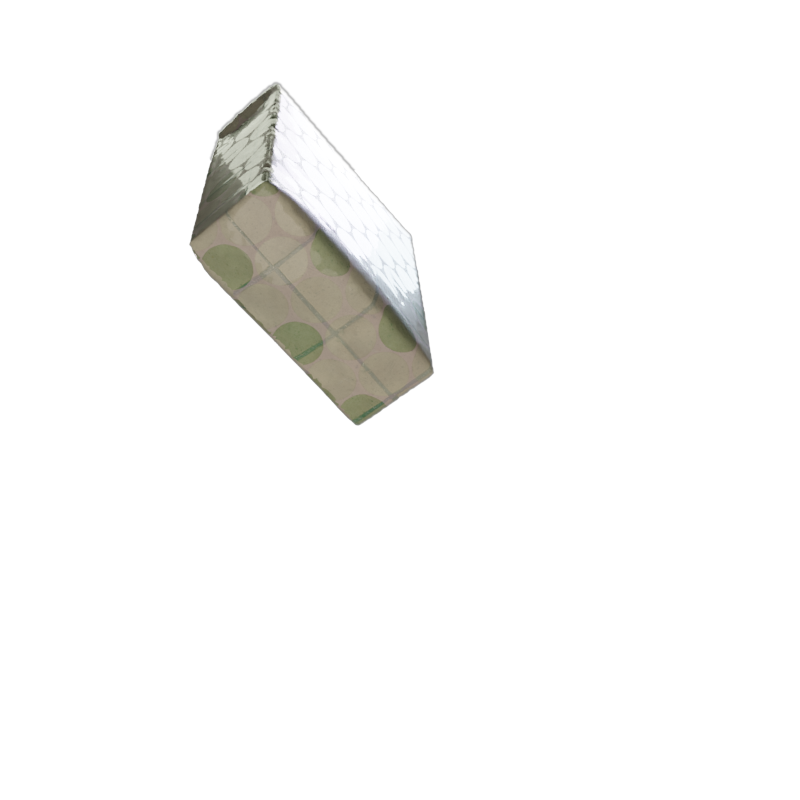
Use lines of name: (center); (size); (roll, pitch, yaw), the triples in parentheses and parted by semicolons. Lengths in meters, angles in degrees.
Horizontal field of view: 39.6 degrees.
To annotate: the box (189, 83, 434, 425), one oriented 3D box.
box: (-0.059, -0.108, 0.755); (0.071, 0.156, 0.226); (-37, 24, 16)
